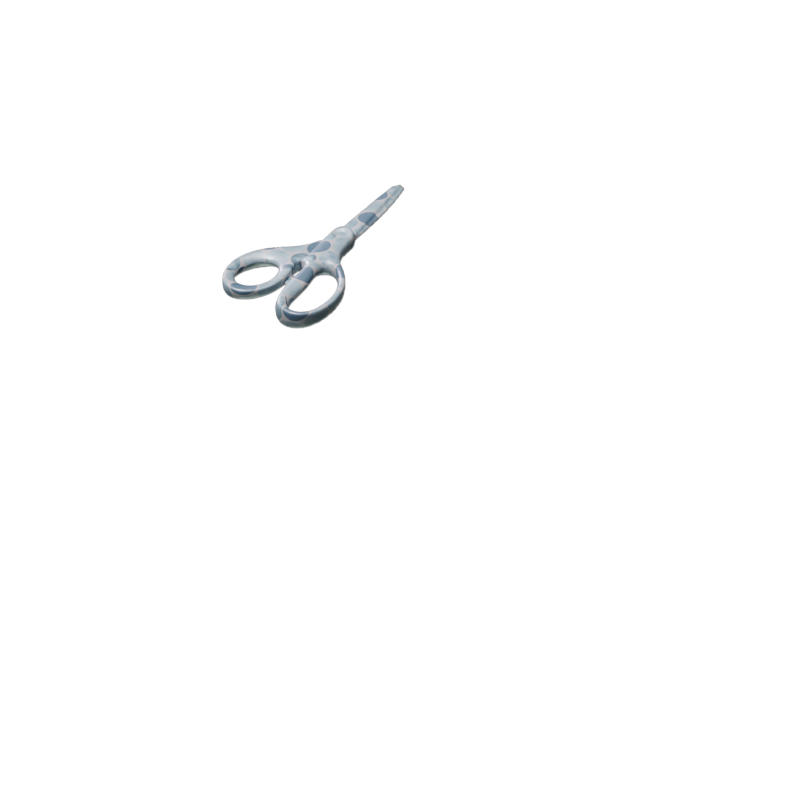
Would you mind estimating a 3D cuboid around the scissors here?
[{"bbox_3d":[-0.064,-0.117,0.821,0.098,0.015,0.211,7,38,10],"label":"scissors"}]
